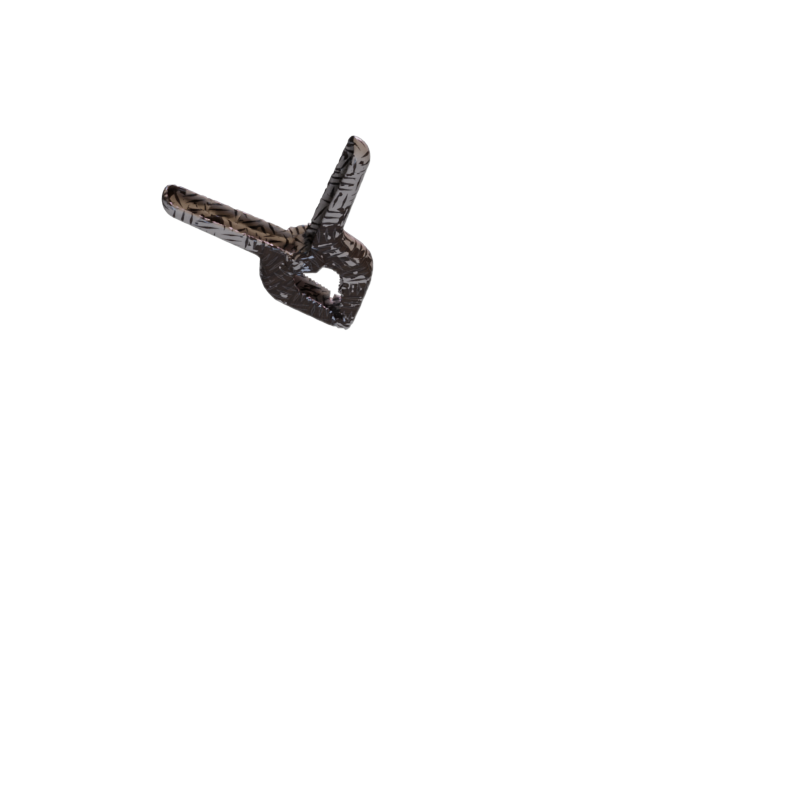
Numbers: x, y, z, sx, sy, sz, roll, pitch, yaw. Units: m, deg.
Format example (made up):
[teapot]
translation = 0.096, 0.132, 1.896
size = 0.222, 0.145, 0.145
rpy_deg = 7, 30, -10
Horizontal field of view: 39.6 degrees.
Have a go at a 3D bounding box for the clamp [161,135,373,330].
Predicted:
[clamp]
translation = -0.070, -0.127, 0.888
size = 0.166, 0.039, 0.194
rpy_deg = -15, -37, 20
